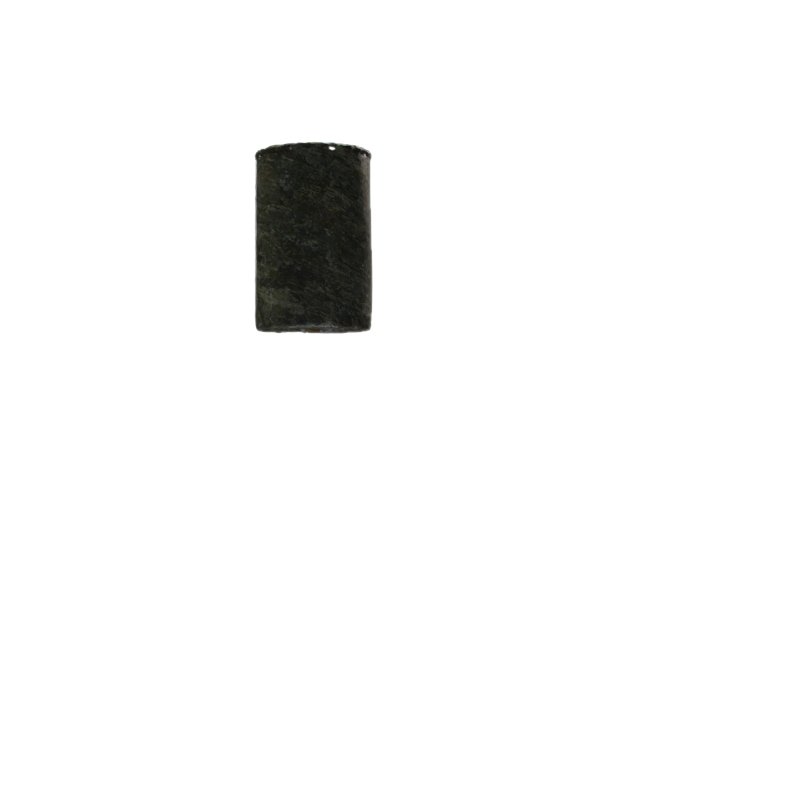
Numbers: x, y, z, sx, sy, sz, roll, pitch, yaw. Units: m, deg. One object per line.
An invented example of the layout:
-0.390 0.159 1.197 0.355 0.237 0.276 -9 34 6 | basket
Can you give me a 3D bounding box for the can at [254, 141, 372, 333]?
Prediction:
-0.050 -0.091 0.635 0.068 0.104 0.068 0 -5 -2 | can
